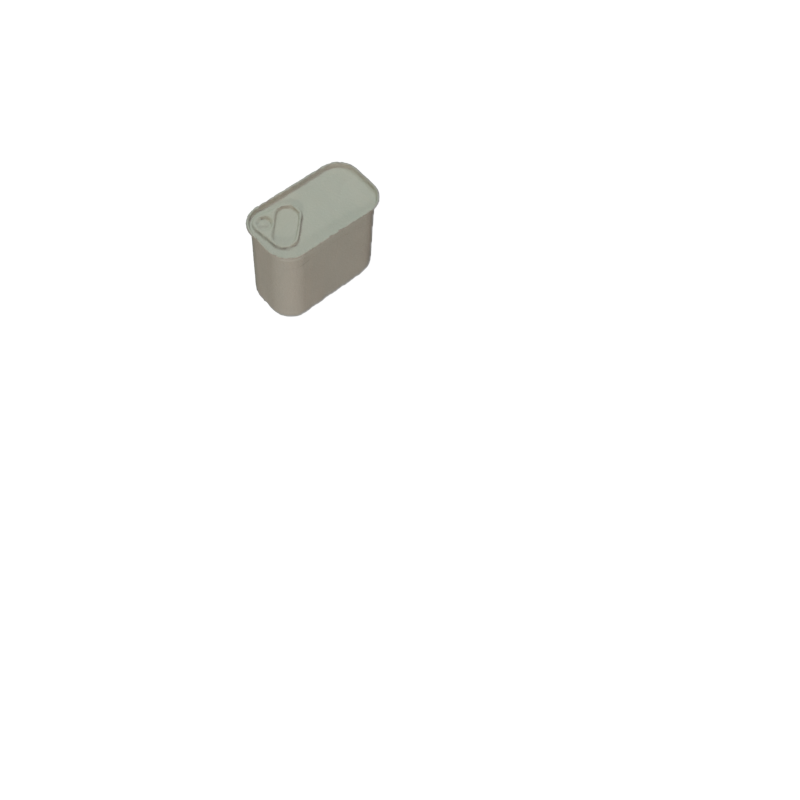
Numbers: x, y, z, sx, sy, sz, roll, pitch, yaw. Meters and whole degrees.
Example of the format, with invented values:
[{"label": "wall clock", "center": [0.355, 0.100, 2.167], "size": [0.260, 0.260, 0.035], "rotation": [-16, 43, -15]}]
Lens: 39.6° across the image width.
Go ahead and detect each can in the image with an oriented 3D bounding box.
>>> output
[{"label": "can", "center": [-0.067, -0.123, 0.860], "size": [0.102, 0.061, 0.078], "rotation": [-36, -24, -22]}]
